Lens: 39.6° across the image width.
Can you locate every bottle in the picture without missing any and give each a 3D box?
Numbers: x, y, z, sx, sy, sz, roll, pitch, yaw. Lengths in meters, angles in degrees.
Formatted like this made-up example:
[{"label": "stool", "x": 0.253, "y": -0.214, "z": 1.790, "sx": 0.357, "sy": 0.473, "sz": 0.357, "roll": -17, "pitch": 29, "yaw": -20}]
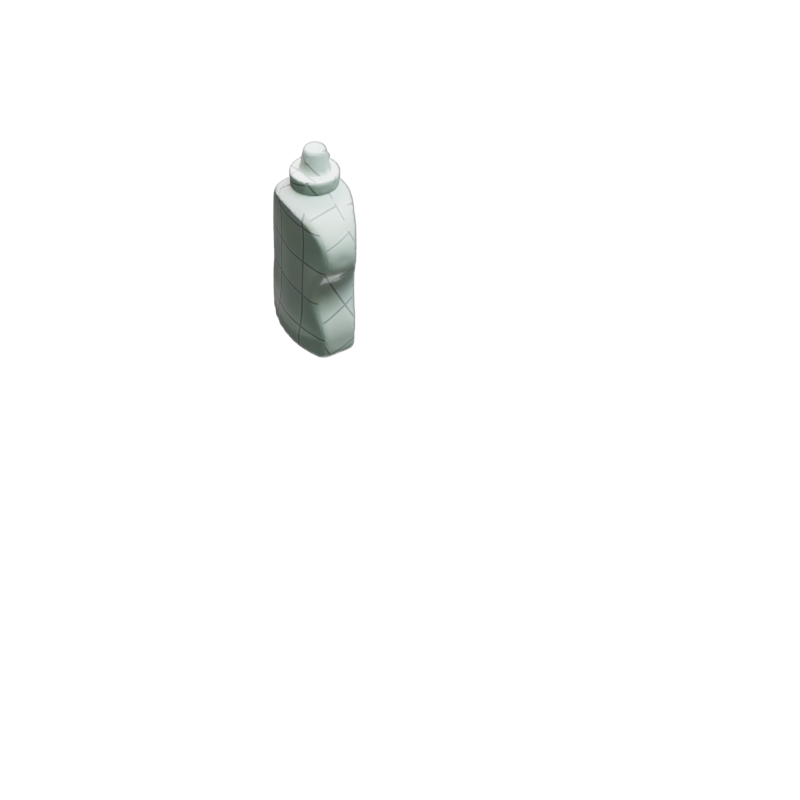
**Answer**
[{"label": "bottle", "x": -0.072, "y": -0.133, "z": 0.930, "sx": 0.058, "sy": 0.179, "sz": 0.104, "roll": -18, "pitch": 47, "yaw": -22}]
